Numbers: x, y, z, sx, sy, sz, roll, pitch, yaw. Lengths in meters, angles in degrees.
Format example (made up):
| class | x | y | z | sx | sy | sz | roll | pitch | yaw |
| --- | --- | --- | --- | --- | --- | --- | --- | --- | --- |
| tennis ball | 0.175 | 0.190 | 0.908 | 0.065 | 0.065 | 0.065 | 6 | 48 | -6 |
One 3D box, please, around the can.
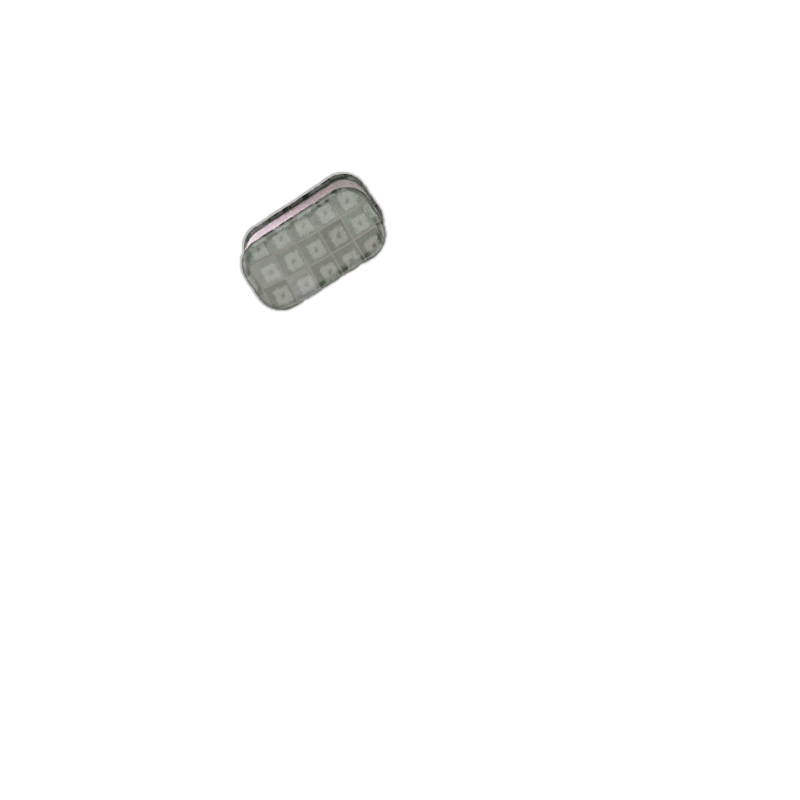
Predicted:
| class | x | y | z | sx | sy | sz | roll | pitch | yaw |
| --- | --- | --- | --- | --- | --- | --- | --- | --- | --- |
| can | -0.059 | -0.109 | 0.760 | 0.102 | 0.056 | 0.086 | -33 | 12 | 4 |
